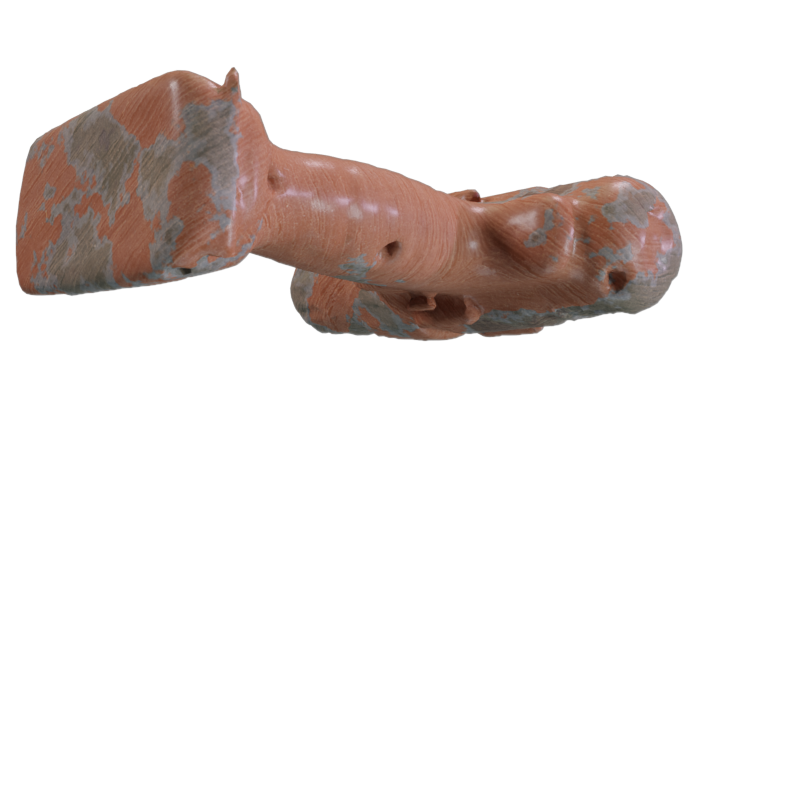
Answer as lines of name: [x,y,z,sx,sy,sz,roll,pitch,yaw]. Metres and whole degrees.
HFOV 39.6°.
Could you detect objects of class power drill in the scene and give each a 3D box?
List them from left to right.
power drill: [-0.030,-0.054,0.382,0.179,0.058,0.189,3,-5,-40]
